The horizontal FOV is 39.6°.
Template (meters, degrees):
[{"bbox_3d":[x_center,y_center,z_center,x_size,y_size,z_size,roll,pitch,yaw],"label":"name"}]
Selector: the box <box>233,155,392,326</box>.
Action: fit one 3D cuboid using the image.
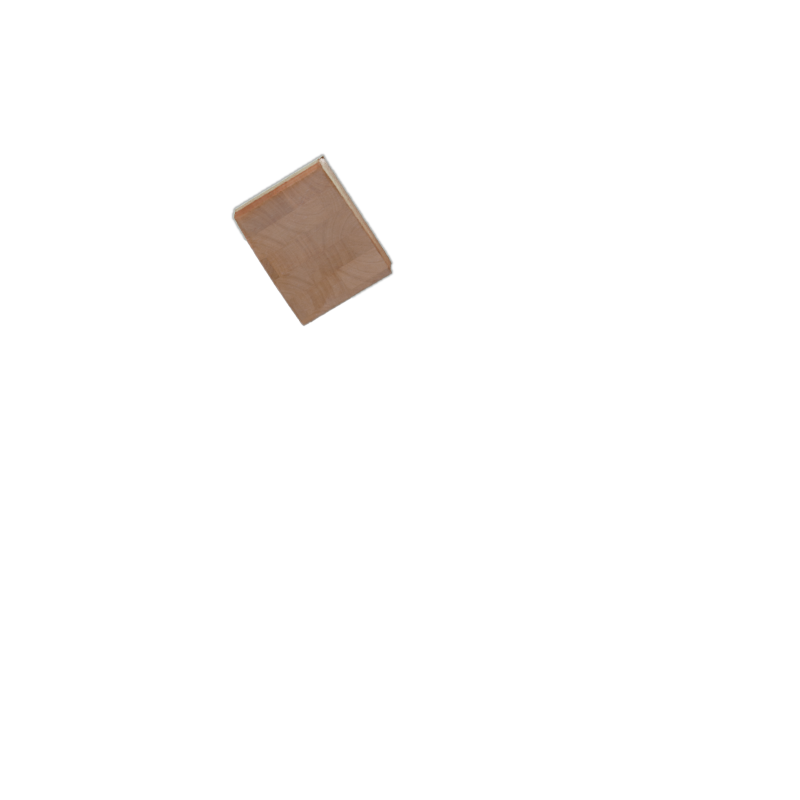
[{"bbox_3d":[-0.072,-0.131,0.917,0.090,0.109,0.041,-30,16,9],"label":"box"}]
